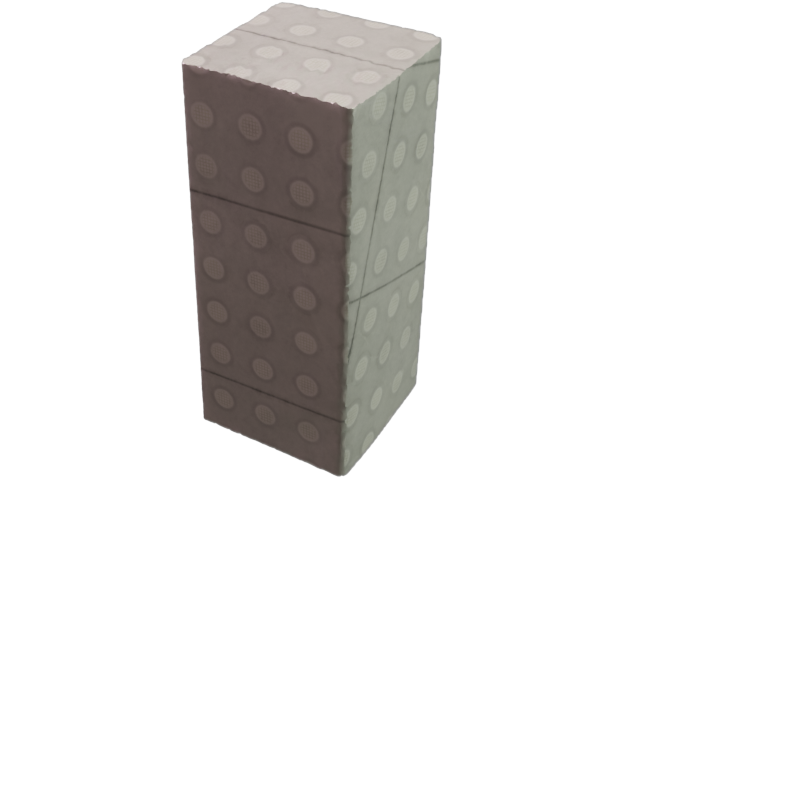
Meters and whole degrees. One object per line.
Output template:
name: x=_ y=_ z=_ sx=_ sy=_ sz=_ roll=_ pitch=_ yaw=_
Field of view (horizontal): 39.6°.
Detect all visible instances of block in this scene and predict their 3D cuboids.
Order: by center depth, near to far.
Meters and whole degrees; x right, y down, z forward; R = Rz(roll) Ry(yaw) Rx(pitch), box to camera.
block: x=-0.043 y=-0.079 z=0.552 sx=0.095 sy=0.193 sz=0.092 roll=19 pitch=39 yaw=22
